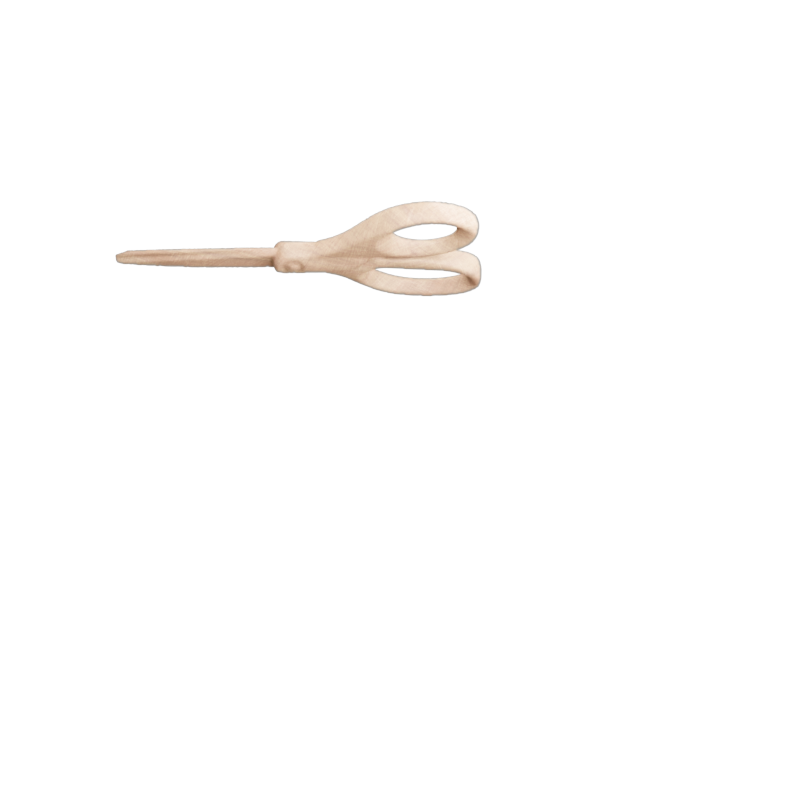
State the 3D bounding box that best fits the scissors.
[{"bbox_3d":[-0.046,-0.085,0.594,0.197,0.017,0.093,6,-24,-14],"label":"scissors"}]
